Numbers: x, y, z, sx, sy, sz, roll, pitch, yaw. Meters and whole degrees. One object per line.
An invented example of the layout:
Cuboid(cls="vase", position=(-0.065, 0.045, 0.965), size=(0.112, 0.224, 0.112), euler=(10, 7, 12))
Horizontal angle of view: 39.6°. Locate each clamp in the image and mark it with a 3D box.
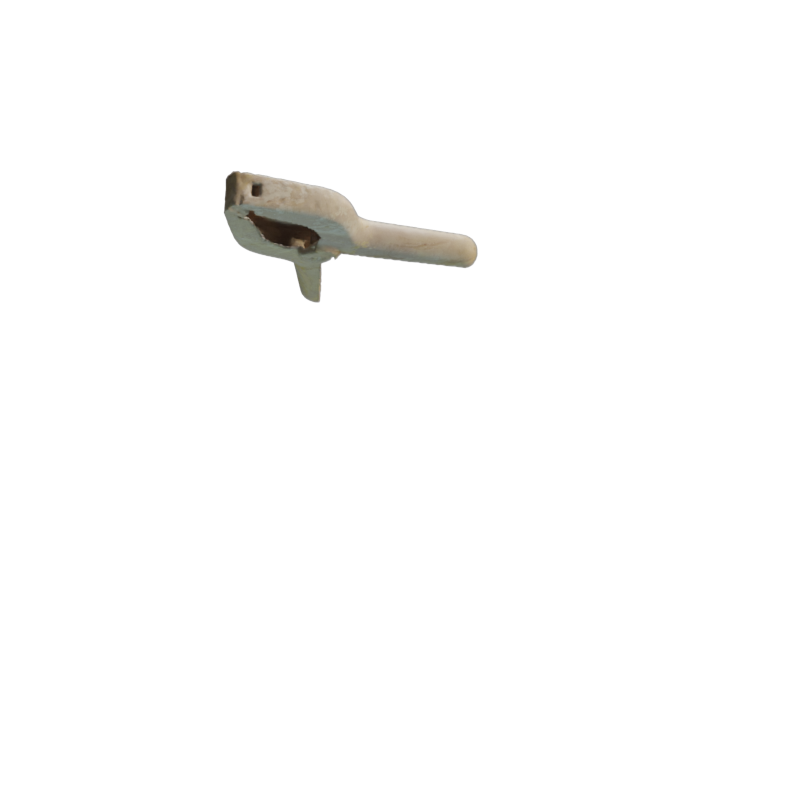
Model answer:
Cuboid(cls="clamp", position=(-0.066, -0.120, 0.842), size=(0.167, 0.038, 0.198), euler=(-14, -21, 41))
